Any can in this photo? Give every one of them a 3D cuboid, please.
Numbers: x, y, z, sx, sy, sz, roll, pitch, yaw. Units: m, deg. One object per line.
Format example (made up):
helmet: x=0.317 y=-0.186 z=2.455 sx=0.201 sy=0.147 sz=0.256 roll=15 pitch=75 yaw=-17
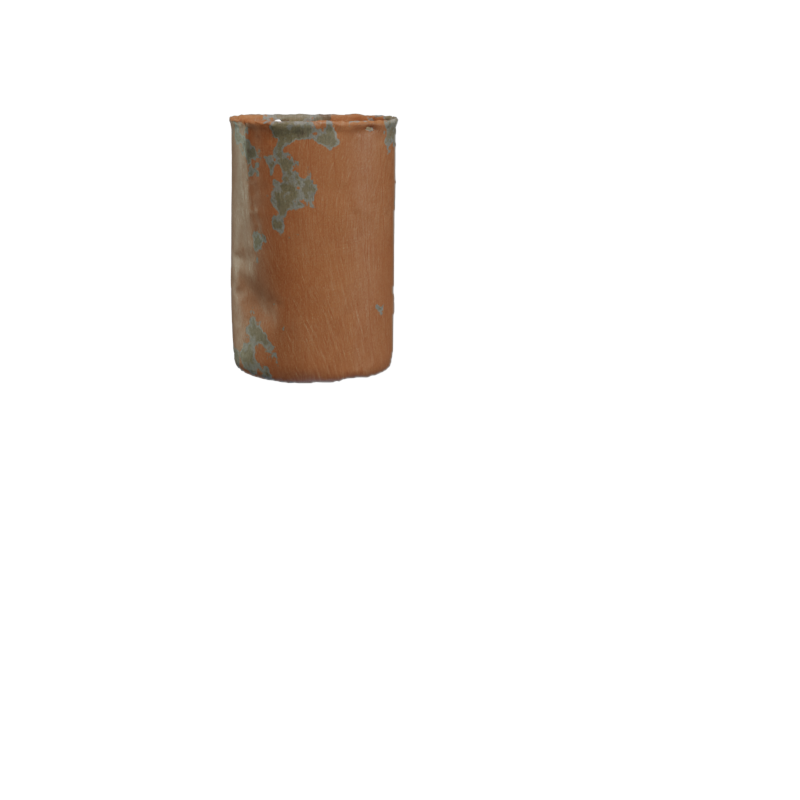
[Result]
can: x=-0.035 y=-0.065 z=0.453 sx=0.068 sy=0.100 sz=0.070 roll=0 pitch=11 yaw=-2
